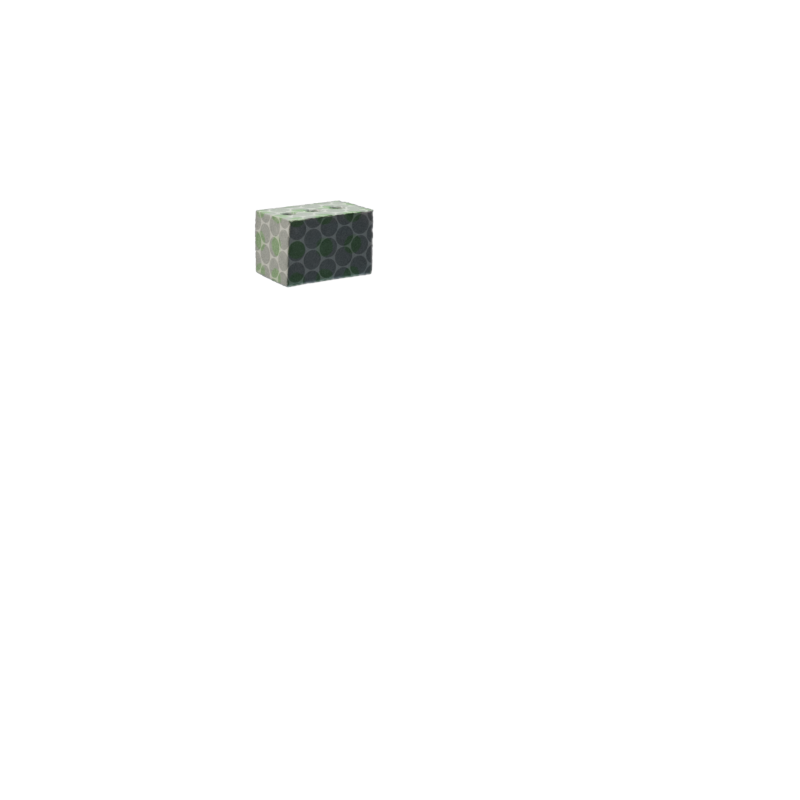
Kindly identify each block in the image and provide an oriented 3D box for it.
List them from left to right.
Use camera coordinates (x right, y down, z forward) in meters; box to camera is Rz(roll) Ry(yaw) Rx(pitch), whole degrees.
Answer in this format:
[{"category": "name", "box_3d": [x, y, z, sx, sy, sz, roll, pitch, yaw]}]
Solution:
[{"category": "block", "box_3d": [-0.067, -0.122, 0.852, 0.076, 0.049, 0.056, -12, 21, -33]}]
